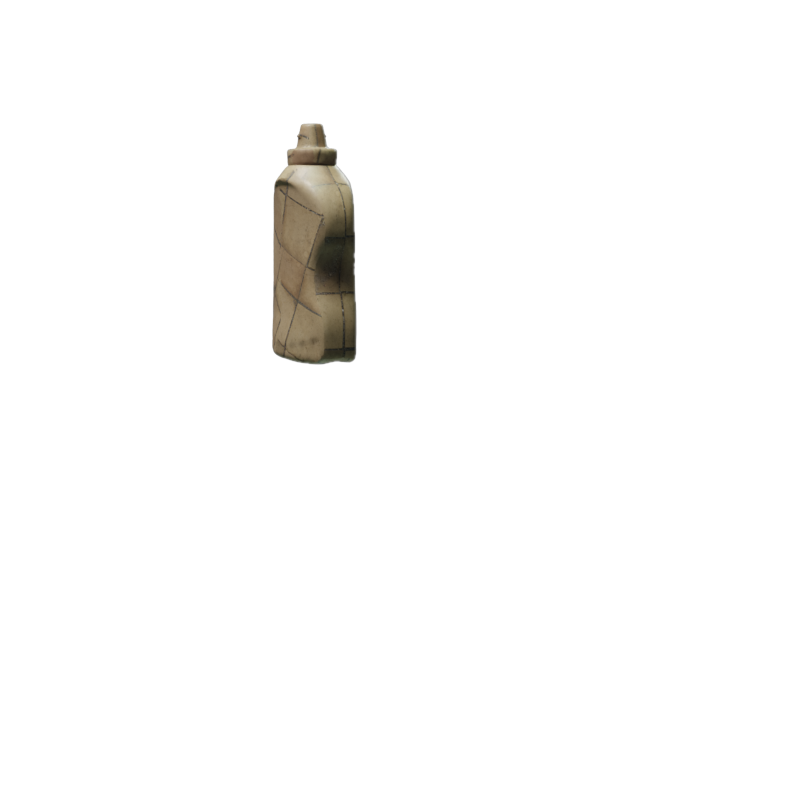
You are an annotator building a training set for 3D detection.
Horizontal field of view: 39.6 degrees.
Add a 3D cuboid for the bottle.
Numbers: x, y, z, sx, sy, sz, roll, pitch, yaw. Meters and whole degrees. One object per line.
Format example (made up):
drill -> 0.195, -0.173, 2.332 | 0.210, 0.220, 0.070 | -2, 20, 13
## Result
bottle -> -0.071, -0.129, 0.906 | 0.057, 0.190, 0.100 | -1, 4, -27
